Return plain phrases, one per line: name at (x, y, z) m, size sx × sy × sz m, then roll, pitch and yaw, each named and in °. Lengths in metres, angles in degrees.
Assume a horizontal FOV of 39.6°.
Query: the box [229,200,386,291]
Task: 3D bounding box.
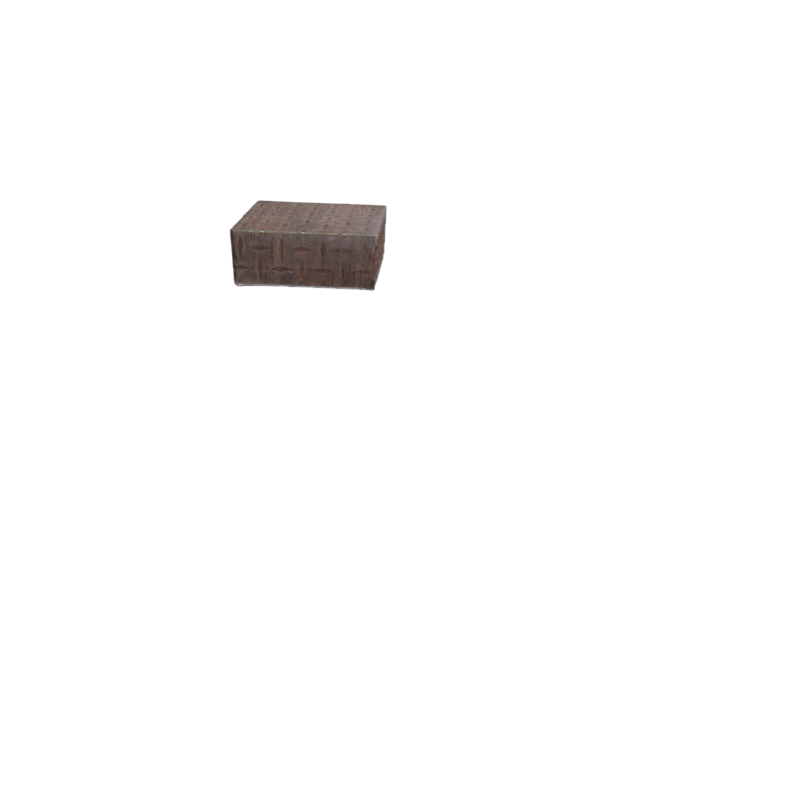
box at (-0.056, -0.101, 0.709) m, size 0.090 × 0.037 × 0.117 m, roll 1°, pitch 20°, yaw 3°
